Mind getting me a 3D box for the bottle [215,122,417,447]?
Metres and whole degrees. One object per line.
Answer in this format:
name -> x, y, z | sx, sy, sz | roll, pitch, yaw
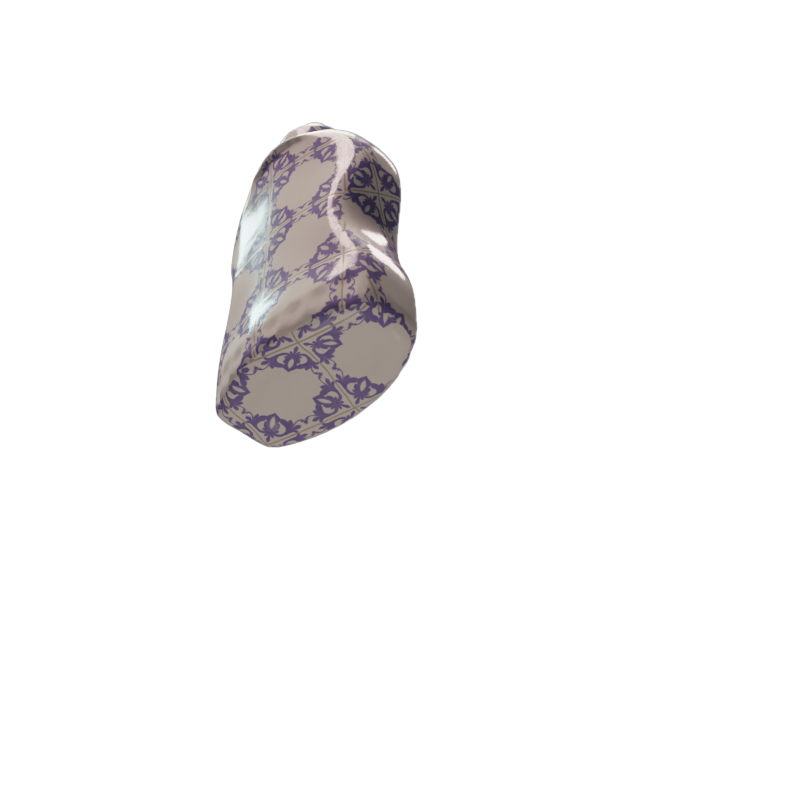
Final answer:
bottle -> -0.041, -0.075, 0.530 | 0.055, 0.206, 0.095 | 34, -58, -30
